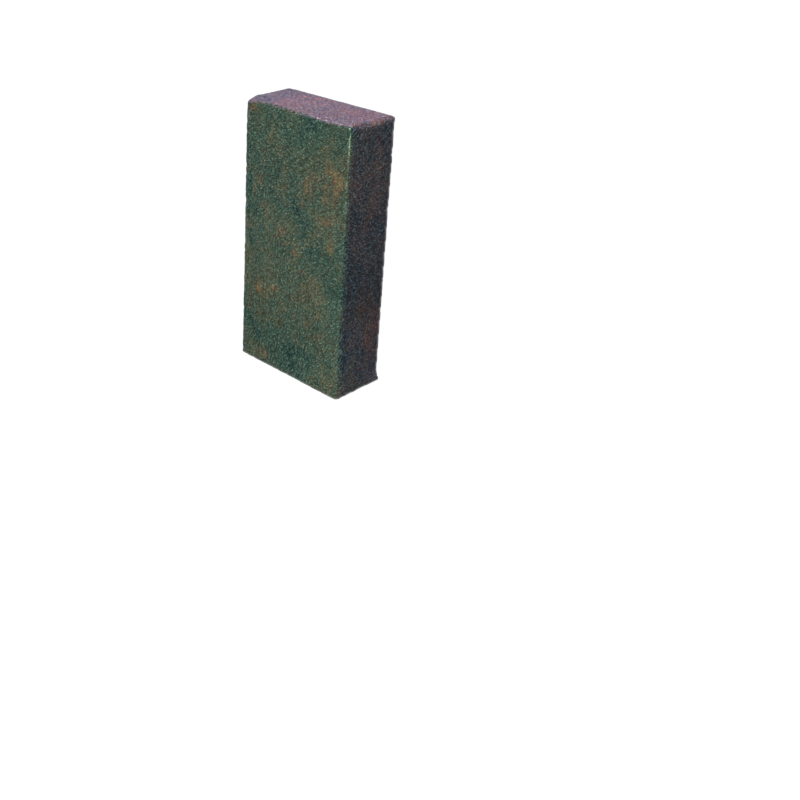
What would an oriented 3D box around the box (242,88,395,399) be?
[{"bbox_3d":[-0.055,-0.099,0.695,0.099,0.167,0.047,23,31,39],"label":"box"}]
